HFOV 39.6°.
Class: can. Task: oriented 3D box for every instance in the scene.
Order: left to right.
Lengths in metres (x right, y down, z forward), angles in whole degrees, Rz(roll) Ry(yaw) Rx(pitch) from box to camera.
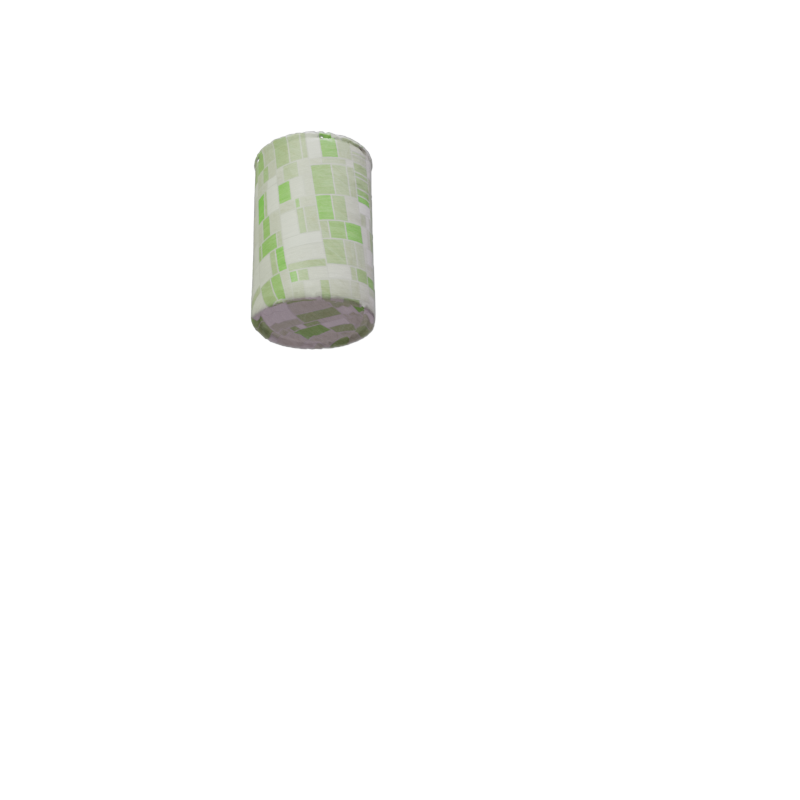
[{"bbox_3d":[-0.048,-0.087,0.612,0.068,0.108,0.065,0,-27,-2],"label":"can"}]
